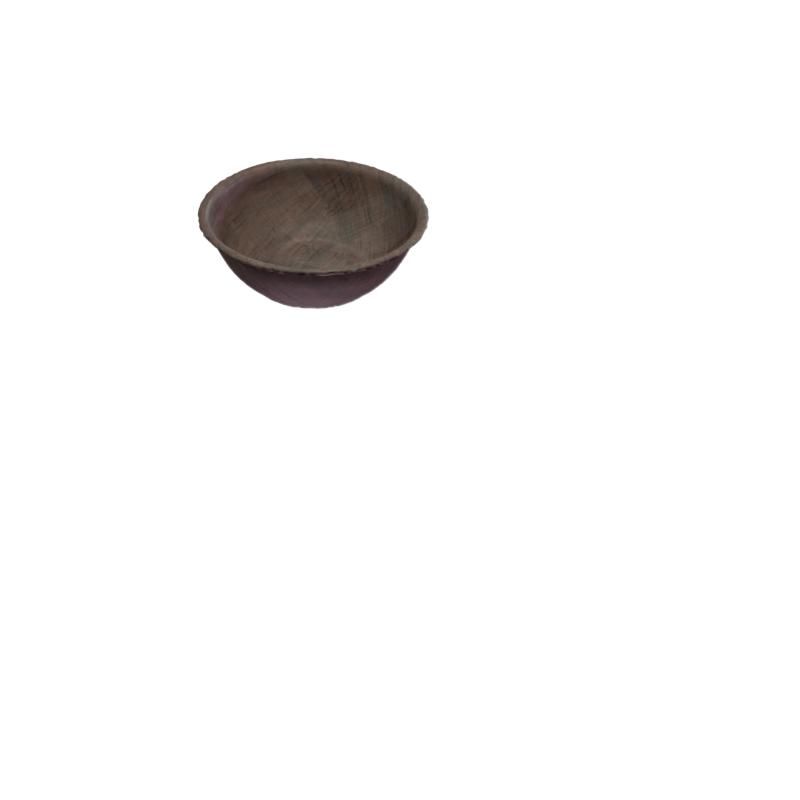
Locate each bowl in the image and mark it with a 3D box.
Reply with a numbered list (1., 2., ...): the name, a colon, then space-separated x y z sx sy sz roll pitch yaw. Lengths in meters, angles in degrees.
1. bowl: -0.062 -0.113 0.790 0.162 0.051 0.173 -1 37 -2
